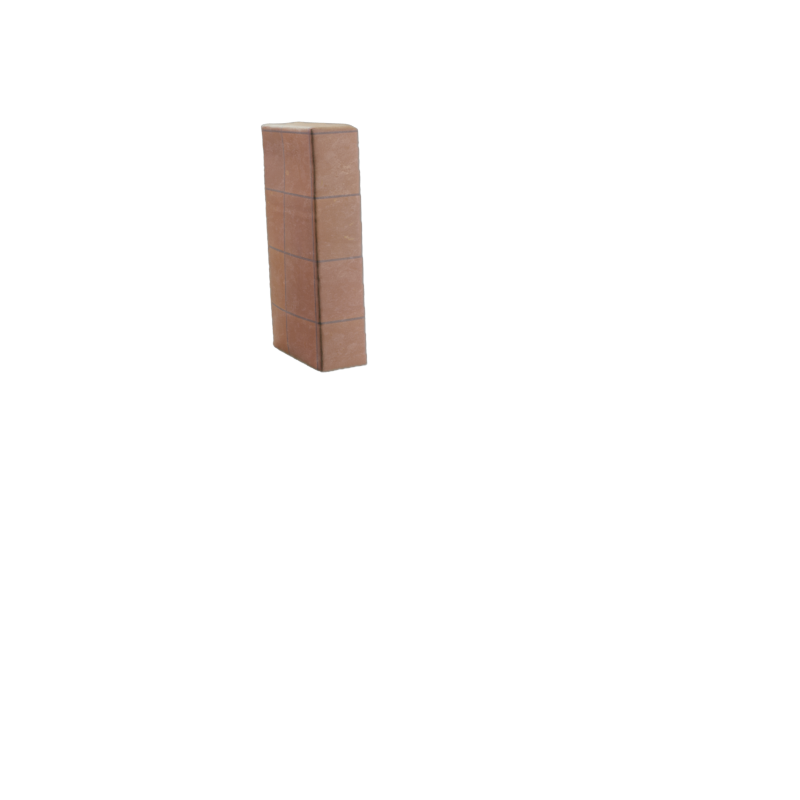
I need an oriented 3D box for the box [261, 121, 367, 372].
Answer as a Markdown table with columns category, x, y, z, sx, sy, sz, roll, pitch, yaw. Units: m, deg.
| category | x | y | z | sx | sy | sz | roll | pitch | yaw |
| --- | --- | --- | --- | --- | --- | --- | --- | --- | --- |
| box | -0.064 | -0.118 | 0.826 | 0.047 | 0.172 | 0.098 | -4 | 11 | -28 |
